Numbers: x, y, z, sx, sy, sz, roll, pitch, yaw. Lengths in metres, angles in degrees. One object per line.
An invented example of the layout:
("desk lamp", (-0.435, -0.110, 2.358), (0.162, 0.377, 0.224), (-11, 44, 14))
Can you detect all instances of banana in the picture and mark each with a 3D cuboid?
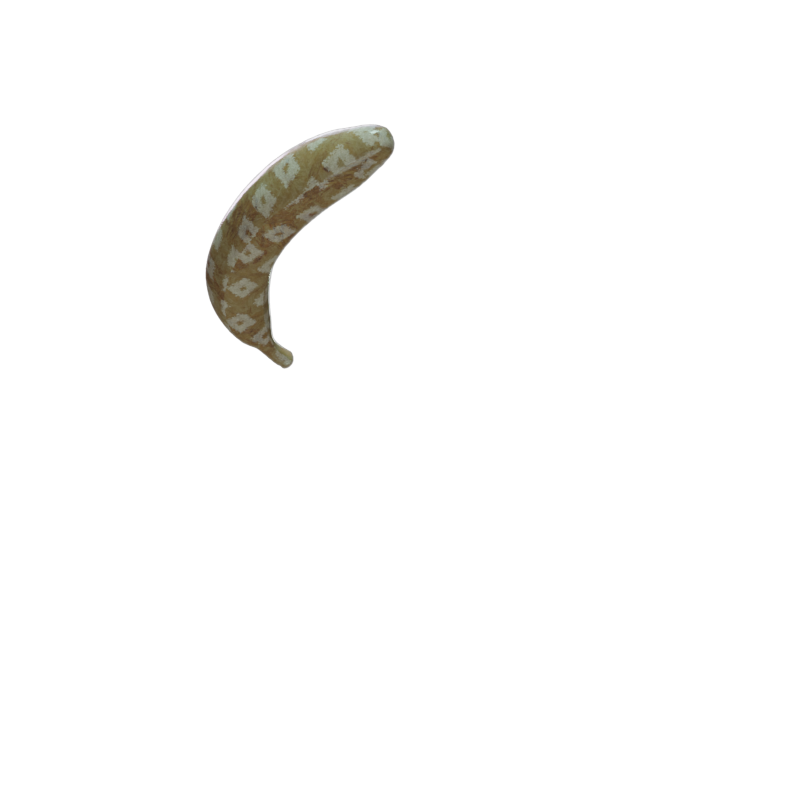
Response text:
("banana", (-0.067, -0.088, 0.611), (0.068, 0.039, 0.189), (12, -37, -17))
